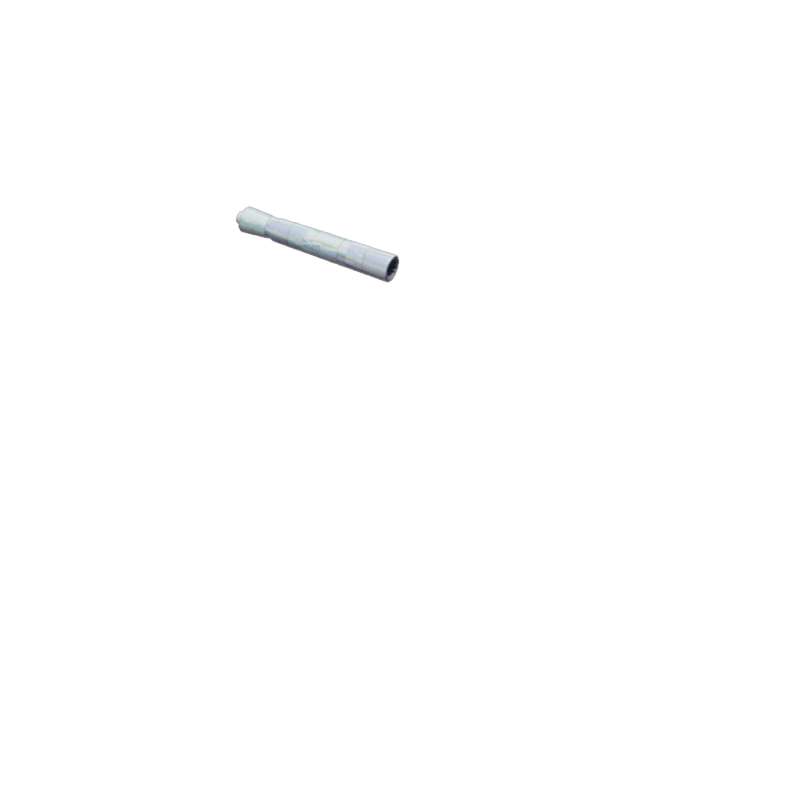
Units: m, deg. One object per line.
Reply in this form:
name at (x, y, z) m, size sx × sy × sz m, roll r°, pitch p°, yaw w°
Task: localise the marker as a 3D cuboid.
marker at (-0.058, -0.106, 0.739) m, size 0.127 × 0.019 × 0.019 m, roll 22°, pitch 13°, yaw 25°
